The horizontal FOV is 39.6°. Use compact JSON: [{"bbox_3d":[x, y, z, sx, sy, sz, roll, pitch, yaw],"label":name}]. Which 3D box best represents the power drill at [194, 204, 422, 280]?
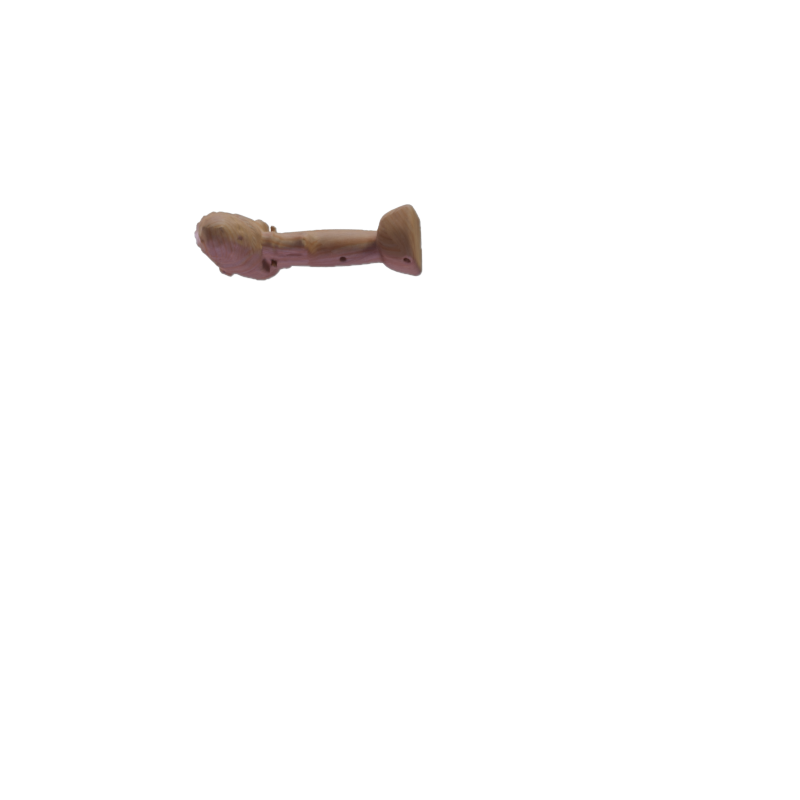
[{"bbox_3d":[-0.078,-0.141,0.990,0.190,0.058,0.181,0,1,9],"label":"power drill"}]
